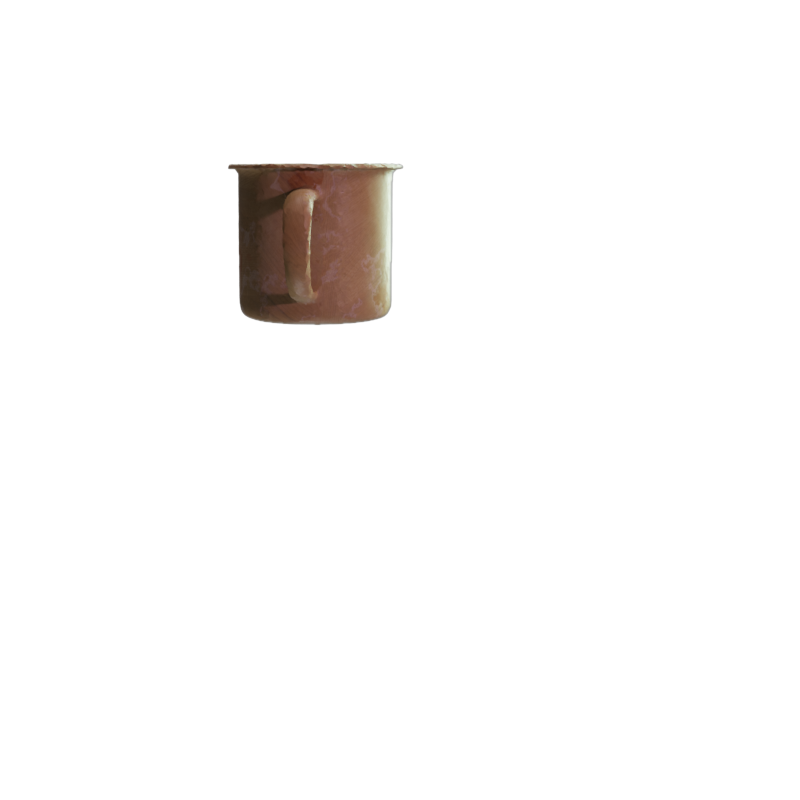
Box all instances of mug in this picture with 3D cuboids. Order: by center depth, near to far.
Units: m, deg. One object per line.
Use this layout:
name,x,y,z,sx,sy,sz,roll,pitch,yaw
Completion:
mug,-0.045,-0.083,0.580,0.094,0.080,0.119,1,9,2
